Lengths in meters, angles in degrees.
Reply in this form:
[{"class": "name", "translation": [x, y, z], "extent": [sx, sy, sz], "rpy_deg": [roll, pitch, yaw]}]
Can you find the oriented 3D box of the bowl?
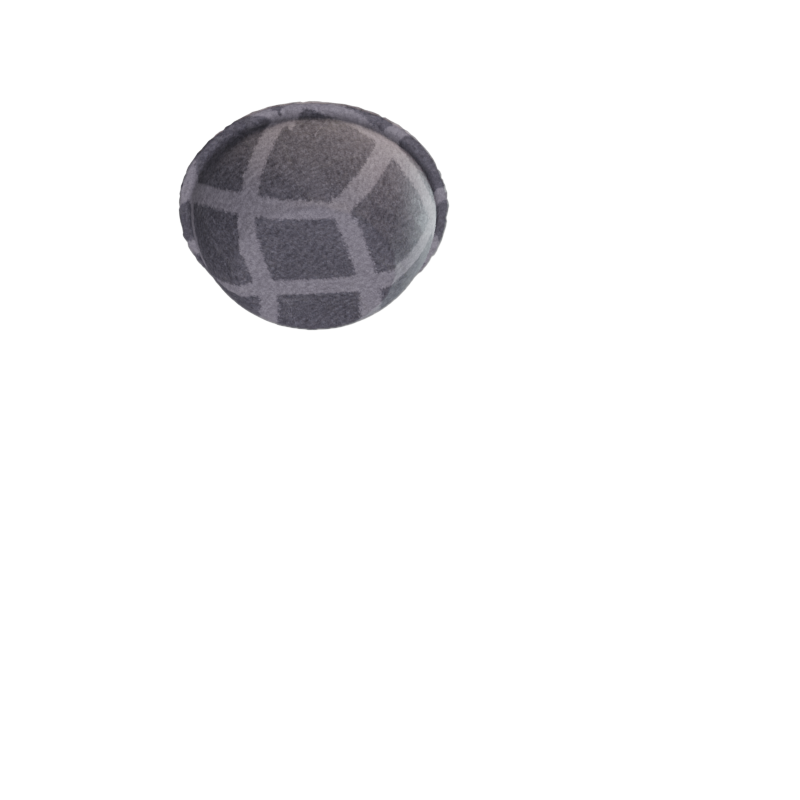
[{"class": "bowl", "translation": [-0.051, -0.092, 0.647], "extent": [0.162, 0.151, 0.059], "rpy_deg": [1, 44, -1]}]
